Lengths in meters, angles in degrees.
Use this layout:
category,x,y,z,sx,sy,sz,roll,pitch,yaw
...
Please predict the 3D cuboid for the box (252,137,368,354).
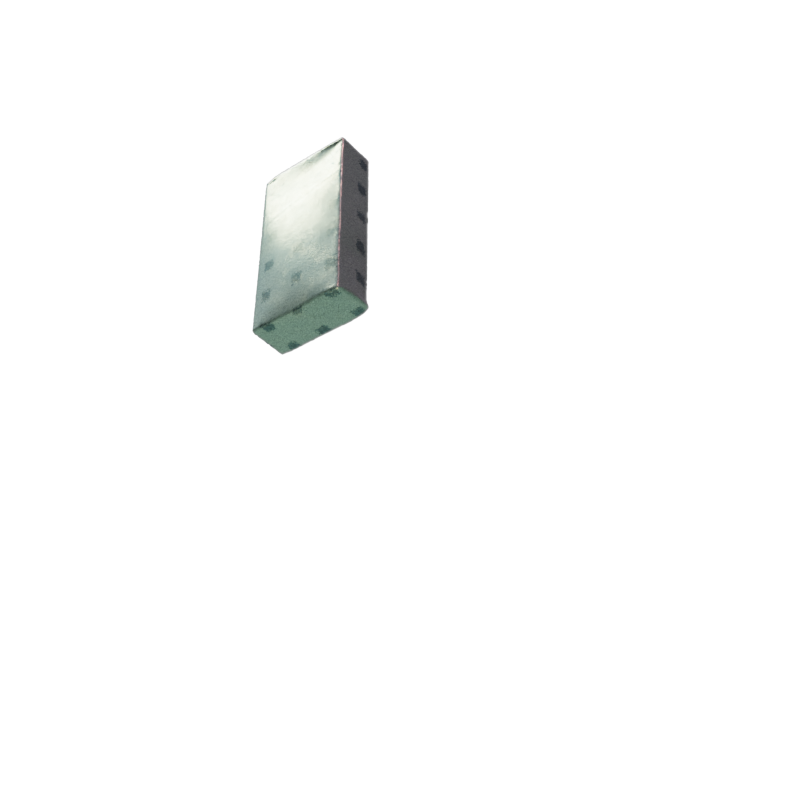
category,x,y,z,sx,sy,sz,roll,pitch,yaw
box,-0.074,-0.134,0.936,0.093,0.189,0.045,-27,-44,27
